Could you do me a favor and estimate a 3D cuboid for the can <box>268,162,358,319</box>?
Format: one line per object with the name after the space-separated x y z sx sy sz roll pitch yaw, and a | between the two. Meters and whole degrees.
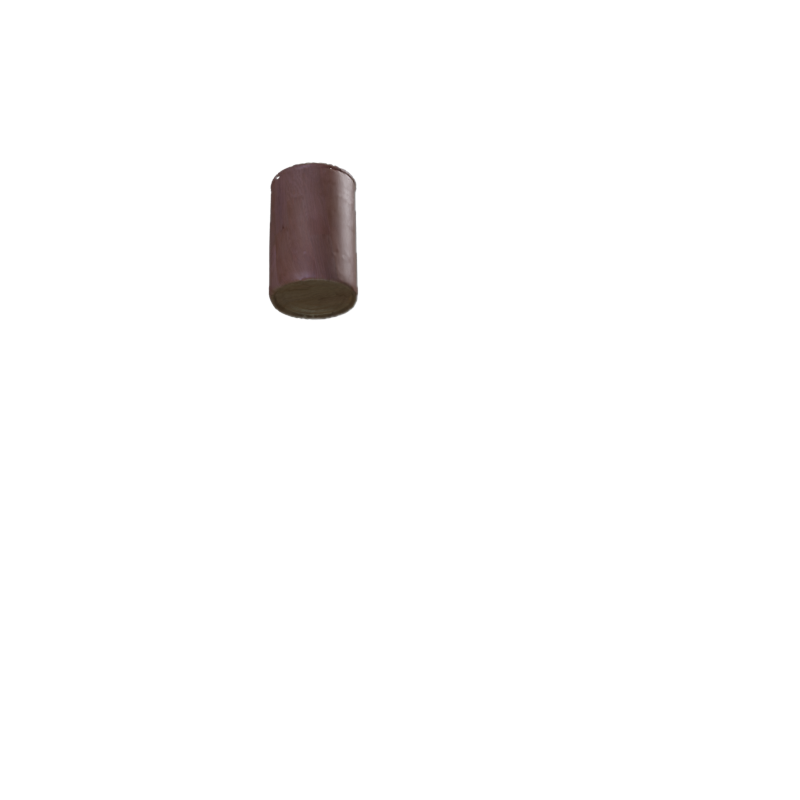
-0.066 -0.121 0.849 0.068 0.109 0.064 0 -28 -2 | can
